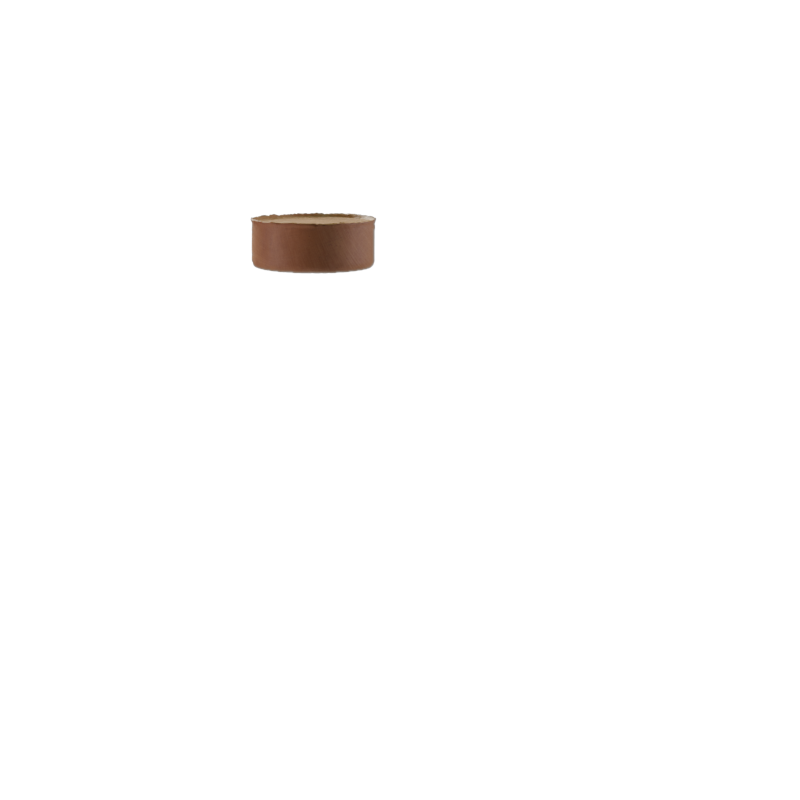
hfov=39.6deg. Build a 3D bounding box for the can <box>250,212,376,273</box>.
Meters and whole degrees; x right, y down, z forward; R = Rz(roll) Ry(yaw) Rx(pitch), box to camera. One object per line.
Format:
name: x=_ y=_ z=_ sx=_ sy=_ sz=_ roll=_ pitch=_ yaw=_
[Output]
can: x=-0.059 y=-0.108 z=0.760 sx=0.086 sy=0.033 sz=0.088 roll=0 pitch=13 yaw=-2
